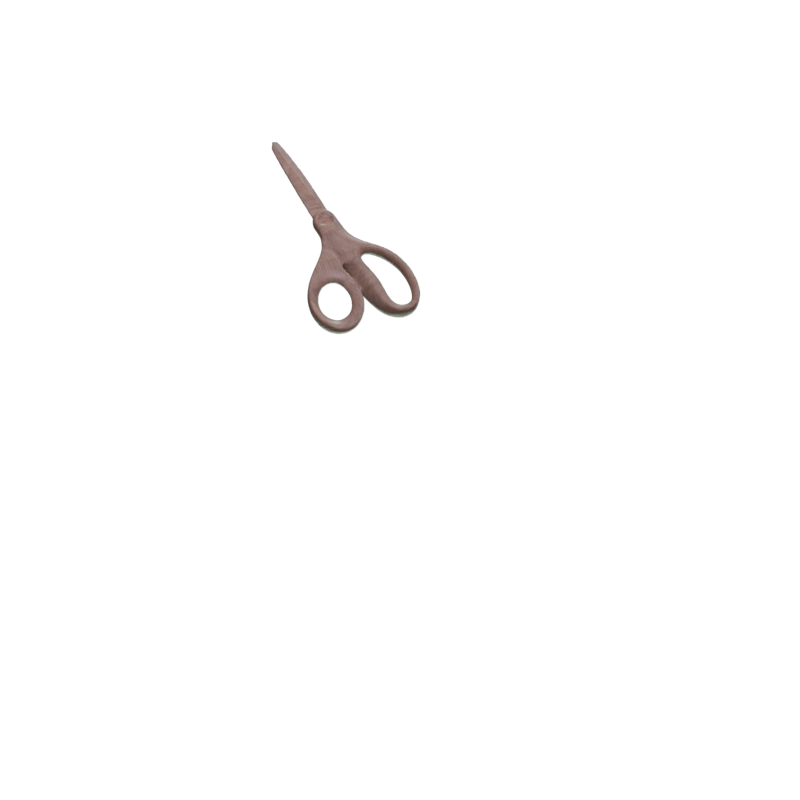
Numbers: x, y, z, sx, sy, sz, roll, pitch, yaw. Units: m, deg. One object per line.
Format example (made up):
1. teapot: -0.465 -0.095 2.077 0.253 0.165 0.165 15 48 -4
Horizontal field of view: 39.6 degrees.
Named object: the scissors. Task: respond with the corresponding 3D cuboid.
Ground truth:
1. scissors: -0.071 -0.129 0.903 0.097 0.214 0.015 -38 -25 -21
